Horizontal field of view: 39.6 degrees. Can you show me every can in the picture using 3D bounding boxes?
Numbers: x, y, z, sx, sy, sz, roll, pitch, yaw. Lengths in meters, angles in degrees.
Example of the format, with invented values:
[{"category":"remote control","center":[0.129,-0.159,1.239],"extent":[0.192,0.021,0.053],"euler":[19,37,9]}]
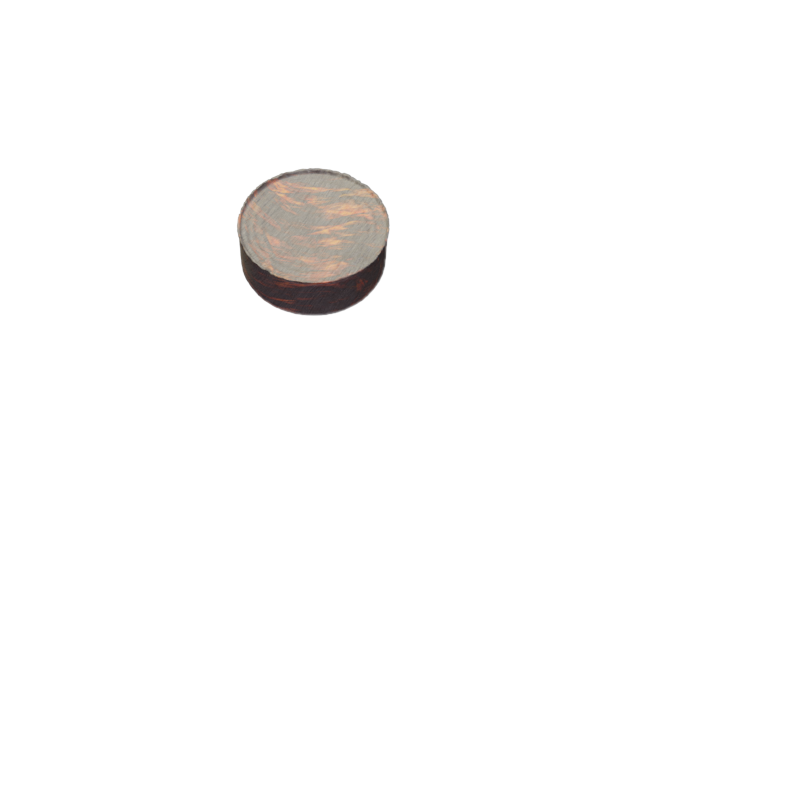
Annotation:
[{"category":"can","center":[-0.050,-0.091,0.635],"extent":[0.086,0.092,0.031],"euler":[-1,-37,-1]}]
